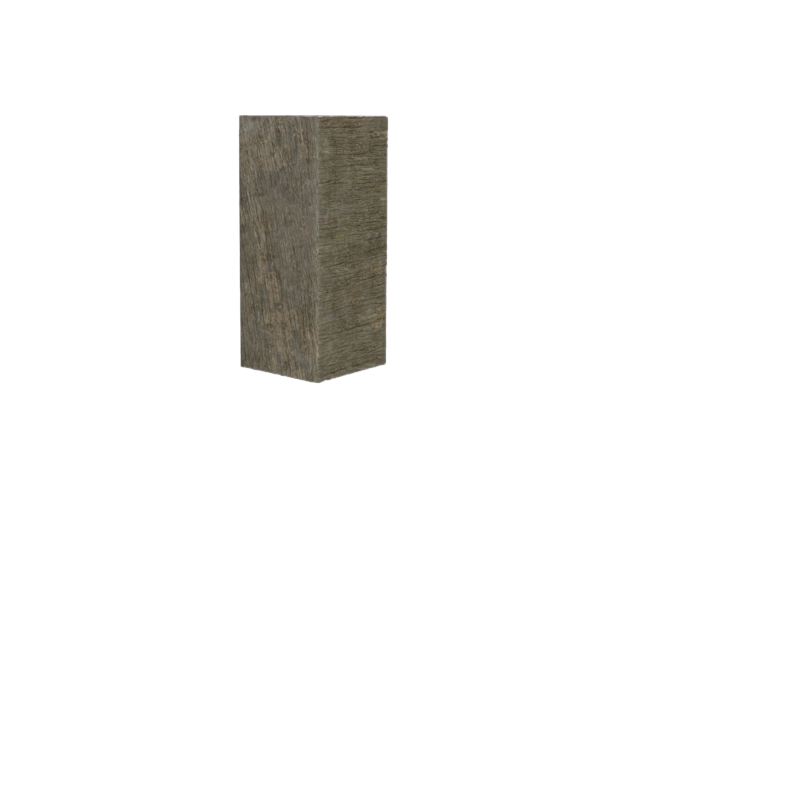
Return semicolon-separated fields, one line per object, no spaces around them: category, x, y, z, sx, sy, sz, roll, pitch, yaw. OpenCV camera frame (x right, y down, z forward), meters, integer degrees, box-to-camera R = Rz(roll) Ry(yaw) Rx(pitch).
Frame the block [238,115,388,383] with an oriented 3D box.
block;-0.071;-0.130;0.907;0.094;0.202;0.088;7;11;38
